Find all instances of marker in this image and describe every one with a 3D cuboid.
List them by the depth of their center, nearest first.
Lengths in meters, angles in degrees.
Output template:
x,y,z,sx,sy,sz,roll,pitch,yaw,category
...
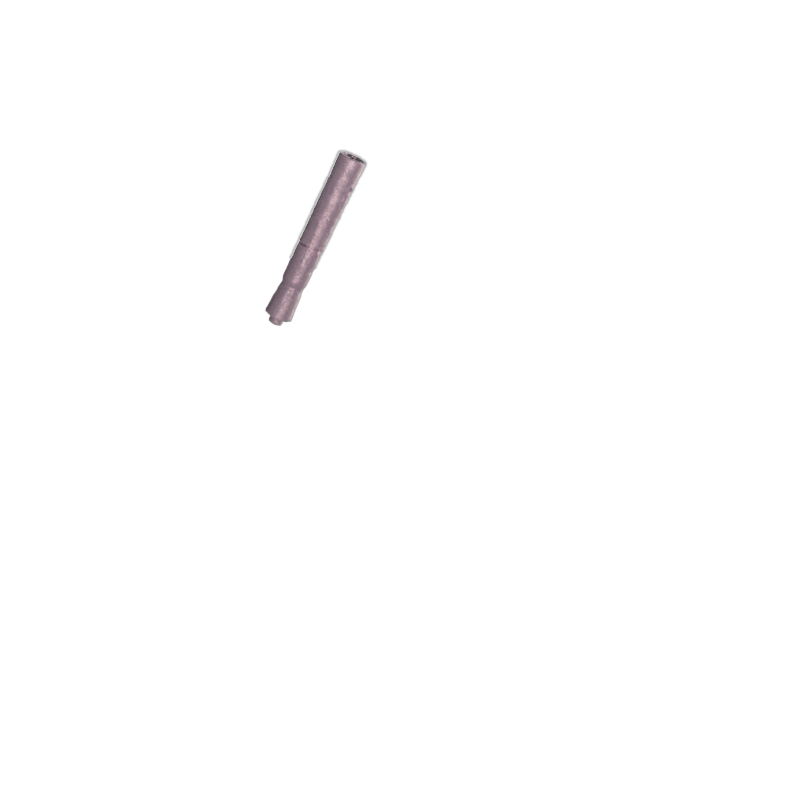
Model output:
x,y,z,sx,sy,sz,roll,pitch,yaw,category
-0.055,-0.101,0.707,0.019,0.118,0.021,24,16,-11,marker
